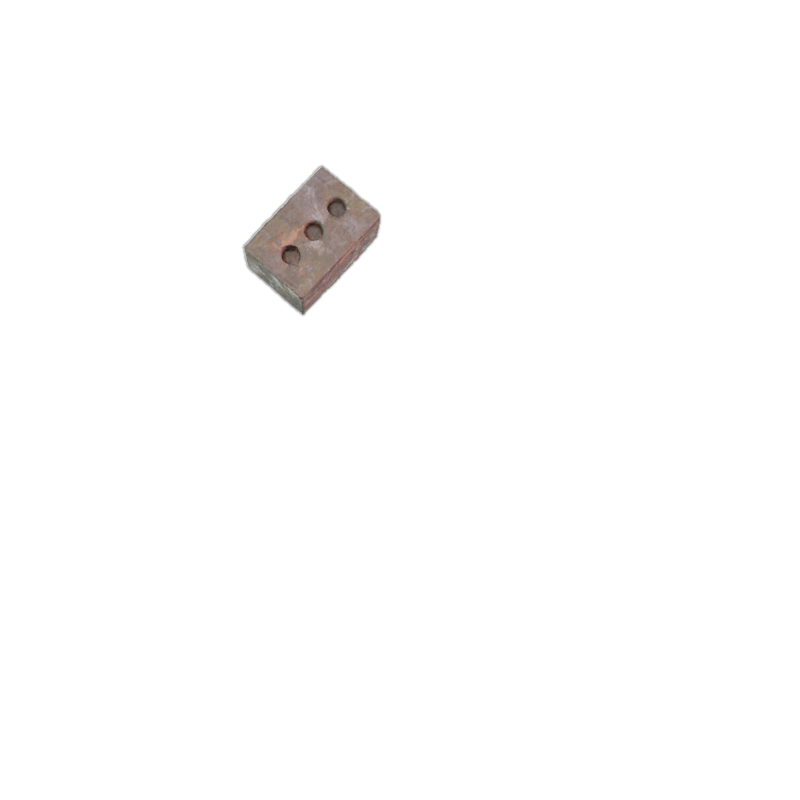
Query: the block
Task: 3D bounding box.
[{"bbox_3d":[-0.057,-0.104,0.729,0.054,0.079,0.049,40,-12,7],"label":"block"}]
